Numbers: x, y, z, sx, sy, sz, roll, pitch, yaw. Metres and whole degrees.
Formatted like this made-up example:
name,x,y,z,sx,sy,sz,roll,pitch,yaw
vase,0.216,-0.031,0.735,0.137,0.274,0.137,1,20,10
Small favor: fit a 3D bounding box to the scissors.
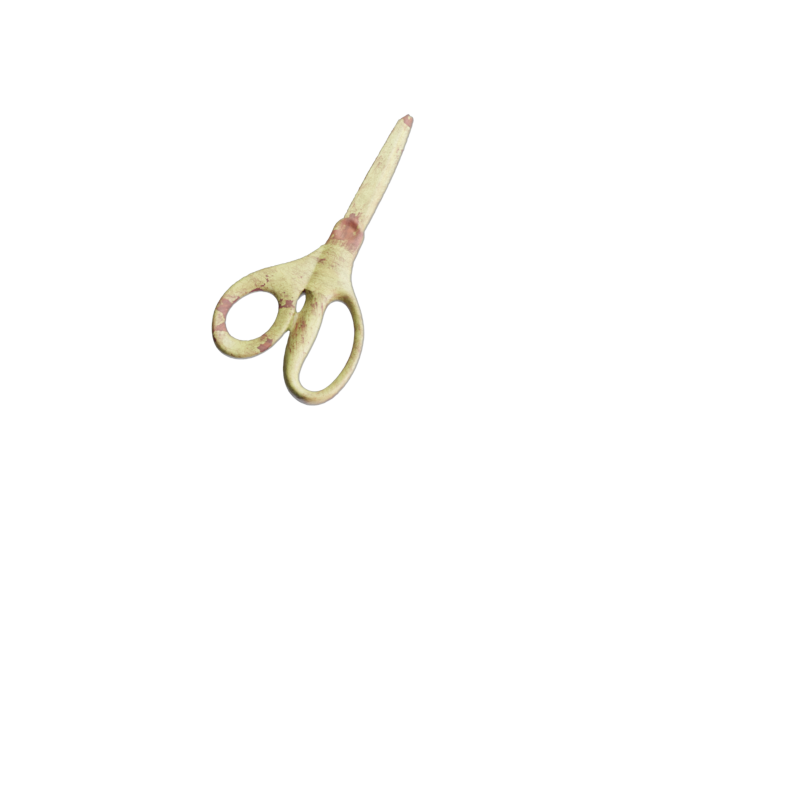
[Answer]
name,x,y,z,sx,sy,sz,roll,pitch,yaw
scissors,-0.051,-0.094,0.658,0.097,0.213,0.015,7,-28,3
